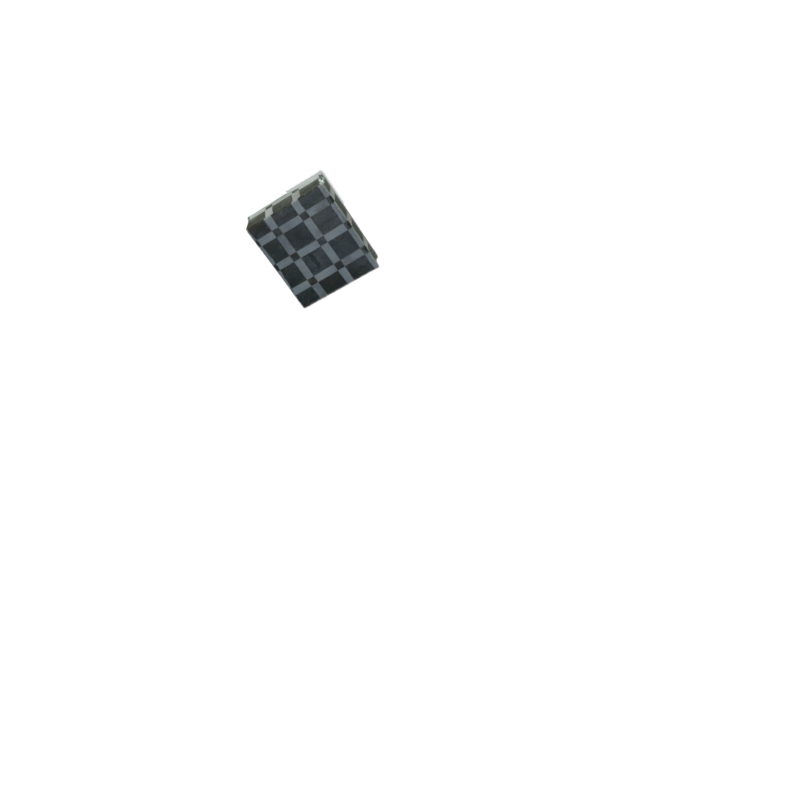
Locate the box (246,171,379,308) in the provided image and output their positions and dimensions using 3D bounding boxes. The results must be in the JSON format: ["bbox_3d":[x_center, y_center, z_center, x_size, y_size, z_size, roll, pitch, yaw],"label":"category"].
[{"bbox_3d":[-0.070,-0.128,0.899,0.073,0.085,0.032,-30,23,13],"label":"box"}]
